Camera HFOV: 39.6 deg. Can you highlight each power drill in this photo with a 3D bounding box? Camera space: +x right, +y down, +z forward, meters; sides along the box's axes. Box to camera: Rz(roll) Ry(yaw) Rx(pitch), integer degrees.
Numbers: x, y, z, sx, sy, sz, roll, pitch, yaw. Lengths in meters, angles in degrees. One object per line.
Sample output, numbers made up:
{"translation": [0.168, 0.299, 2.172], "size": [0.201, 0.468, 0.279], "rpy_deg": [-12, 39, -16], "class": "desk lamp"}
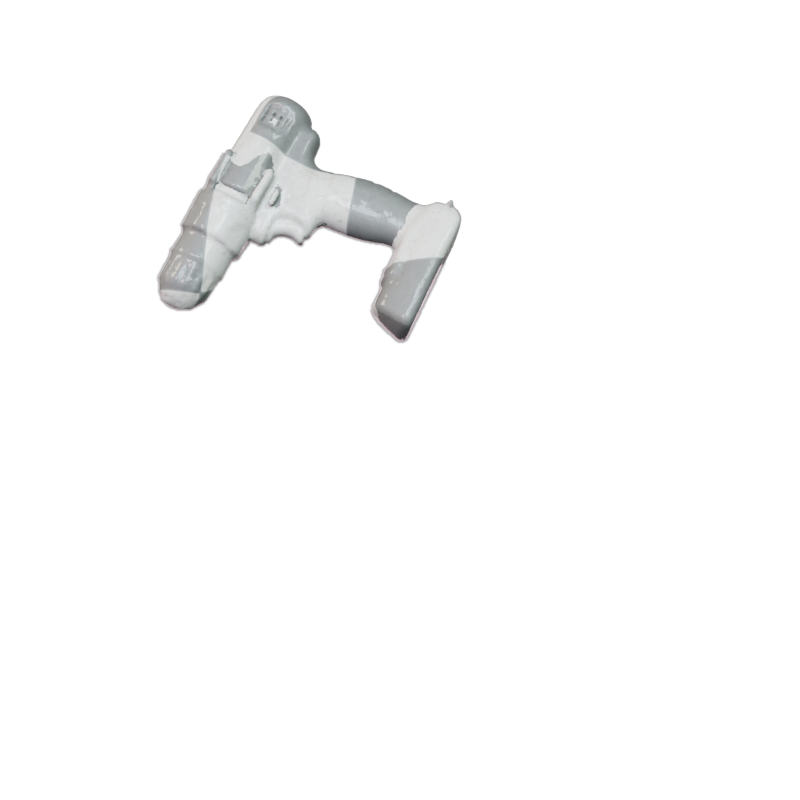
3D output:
{"translation": [-0.064, -0.117, 0.818], "size": [0.191, 0.189, 0.055], "rpy_deg": [26, -15, 7], "class": "power drill"}
